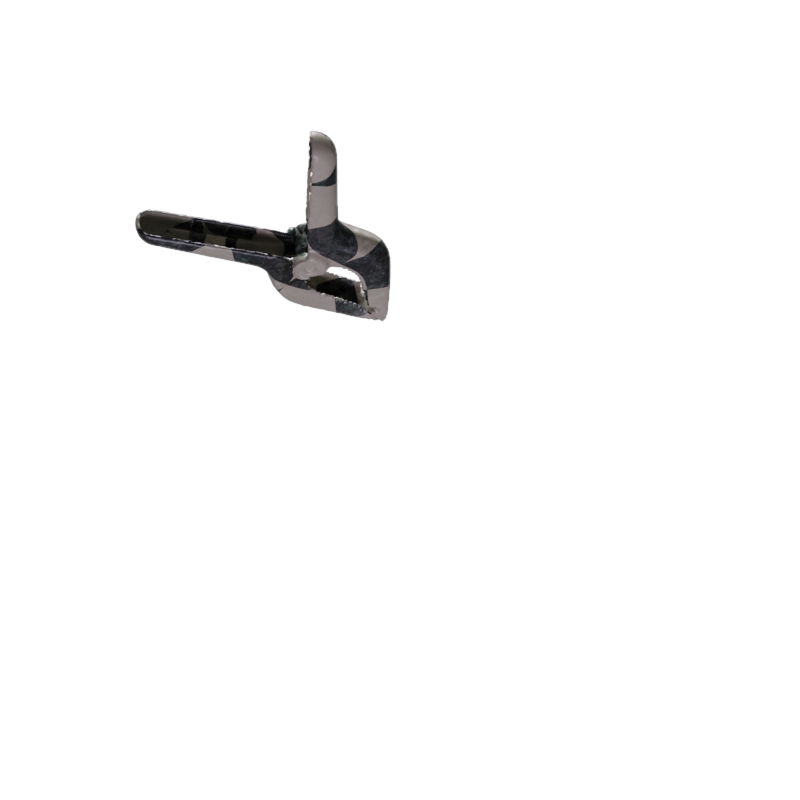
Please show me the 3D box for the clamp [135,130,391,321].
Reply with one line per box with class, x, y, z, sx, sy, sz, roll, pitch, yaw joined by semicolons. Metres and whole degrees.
clamp;-0.063;-0.115;0.807;0.165;0.039;0.196;-22;-35;35
